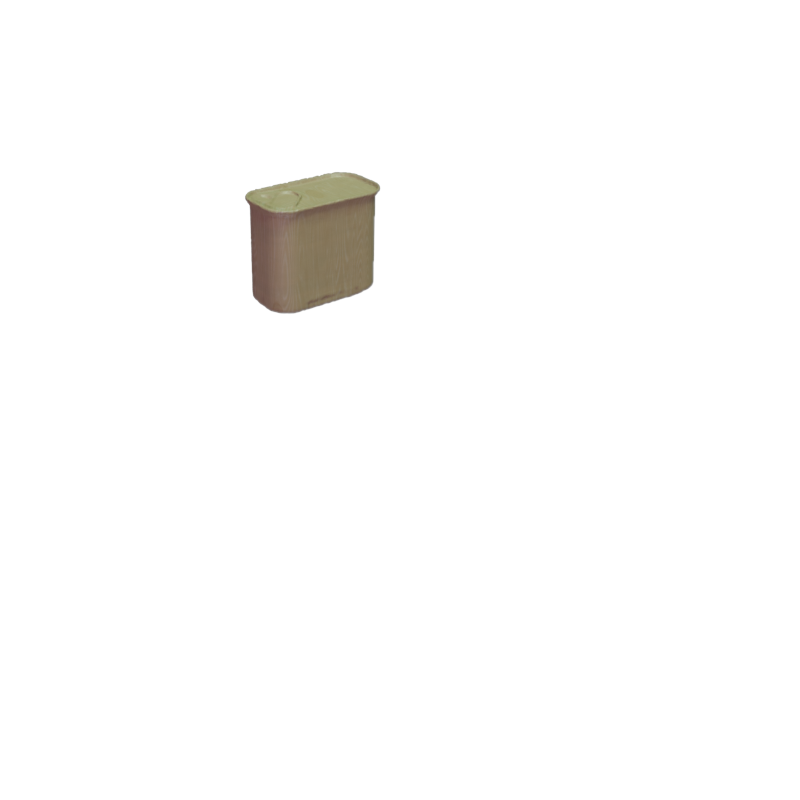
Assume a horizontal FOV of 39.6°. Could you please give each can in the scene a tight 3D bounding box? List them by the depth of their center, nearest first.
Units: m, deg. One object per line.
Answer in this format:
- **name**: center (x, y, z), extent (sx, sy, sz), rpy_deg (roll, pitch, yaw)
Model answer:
- **can**: center (-0.066, -0.121, 0.848), extent (0.100, 0.080, 0.061), rpy_deg (-18, 31, -33)
